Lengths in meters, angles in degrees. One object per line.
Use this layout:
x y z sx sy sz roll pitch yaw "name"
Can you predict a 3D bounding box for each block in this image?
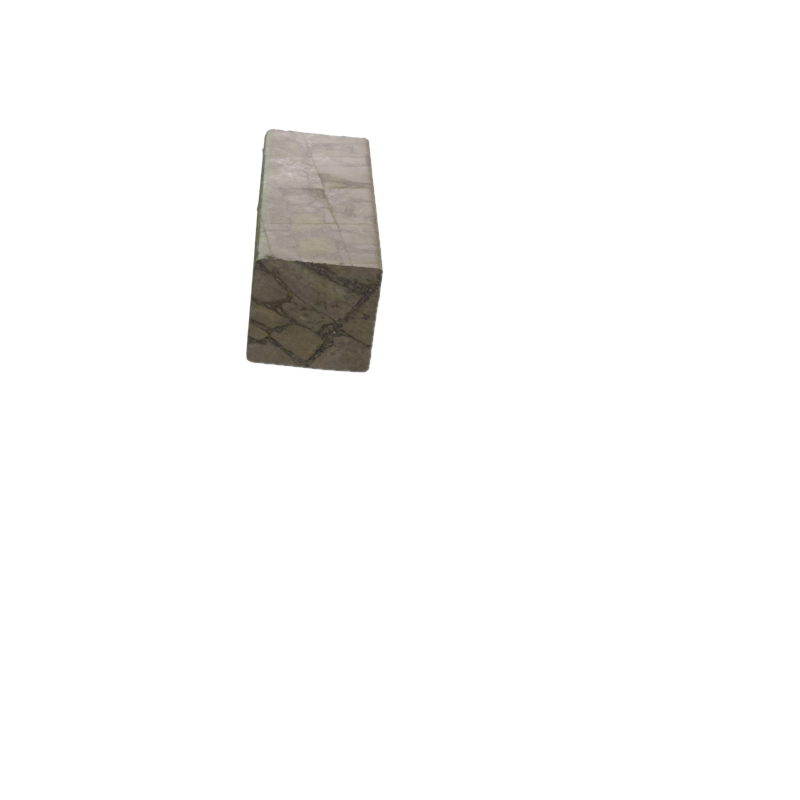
-0.068 -0.122 0.855 0.089 0.085 0.220 4 36 -7 "block"
